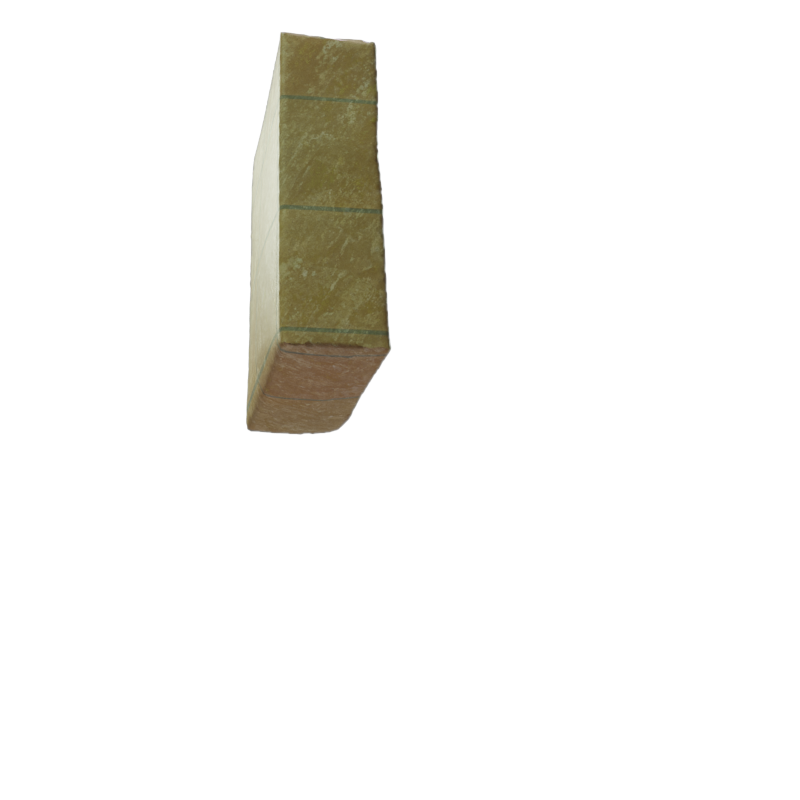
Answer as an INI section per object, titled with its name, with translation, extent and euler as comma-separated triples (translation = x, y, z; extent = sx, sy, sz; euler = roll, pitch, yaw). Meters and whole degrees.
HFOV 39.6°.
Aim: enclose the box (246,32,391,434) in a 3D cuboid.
[box]
translation = -0.057, -0.103, 0.723
extent = 0.071, 0.226, 0.158
euler = 4, -24, -12
